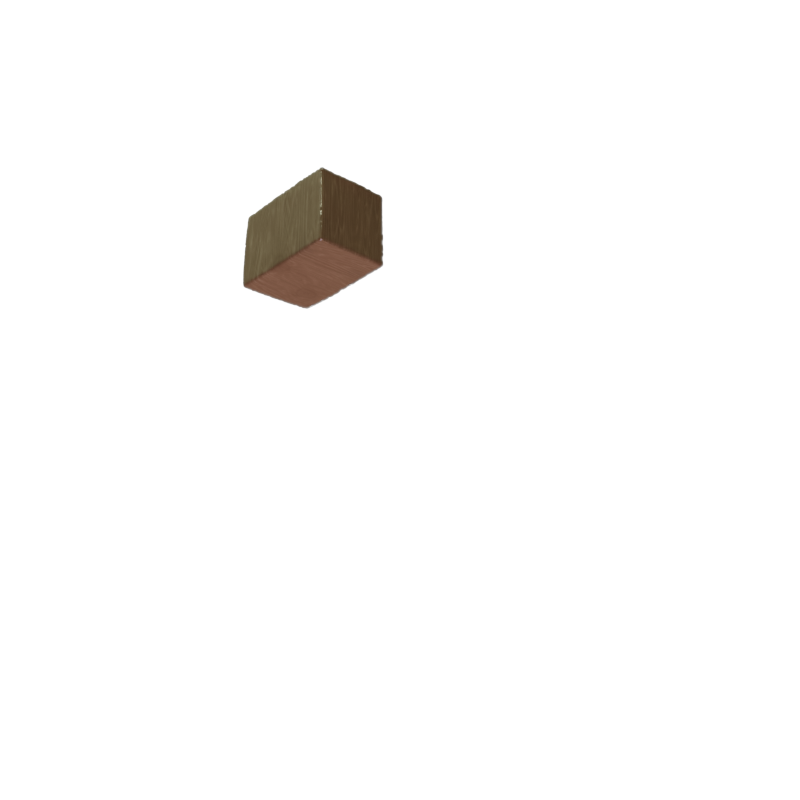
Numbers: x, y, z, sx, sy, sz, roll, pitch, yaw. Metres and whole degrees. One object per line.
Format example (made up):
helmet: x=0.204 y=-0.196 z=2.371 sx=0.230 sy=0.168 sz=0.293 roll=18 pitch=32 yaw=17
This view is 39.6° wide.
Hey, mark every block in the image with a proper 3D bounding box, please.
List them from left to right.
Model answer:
block: x=-0.054 y=-0.099 z=0.695 sx=0.050 sy=0.054 sz=0.078 roll=22 pitch=-34 yaw=-38
